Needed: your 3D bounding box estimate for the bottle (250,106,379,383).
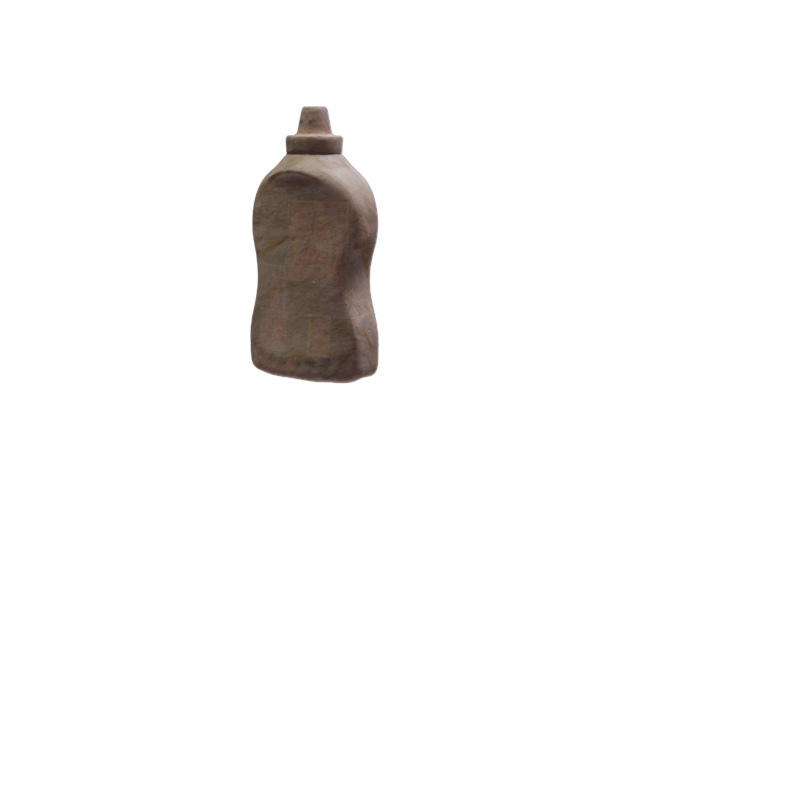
[{"bbox_3d":[-0.062,-0.113,0.792,0.100,0.189,0.057,6,8,35],"label":"bottle"}]
